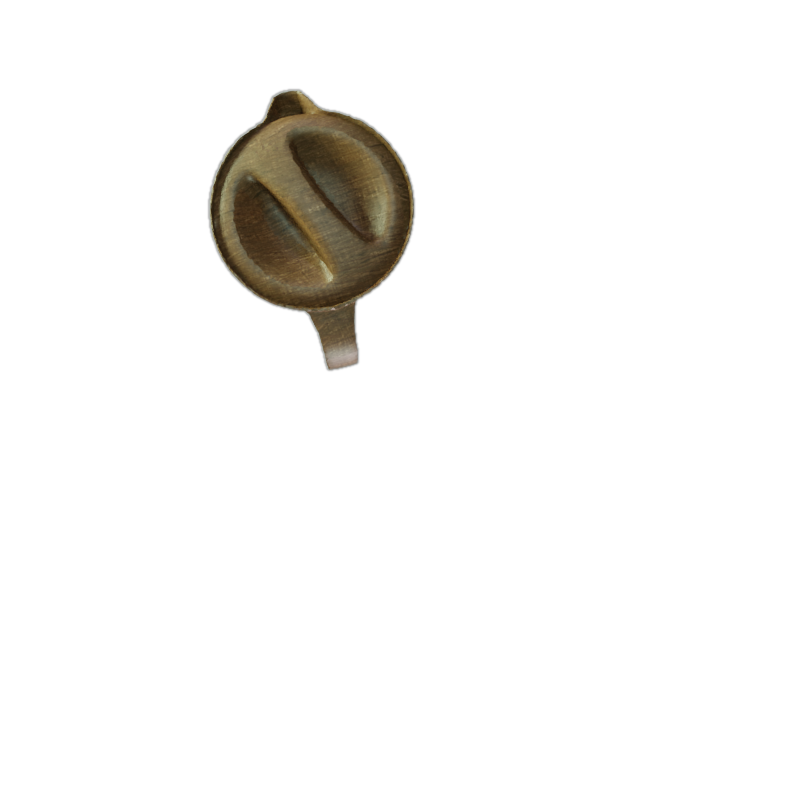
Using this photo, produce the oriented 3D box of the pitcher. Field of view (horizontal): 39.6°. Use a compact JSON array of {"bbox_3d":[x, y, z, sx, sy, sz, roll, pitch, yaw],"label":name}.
[{"bbox_3d":[-0.065,-0.118,0.829,0.145,0.150,0.242,32,-1,-3],"label":"pitcher"}]
